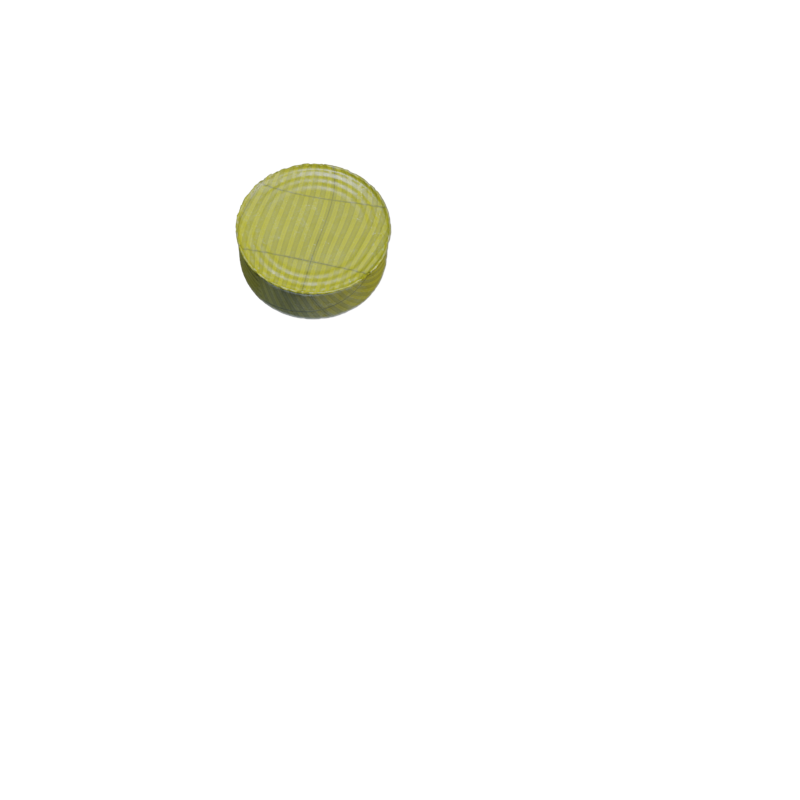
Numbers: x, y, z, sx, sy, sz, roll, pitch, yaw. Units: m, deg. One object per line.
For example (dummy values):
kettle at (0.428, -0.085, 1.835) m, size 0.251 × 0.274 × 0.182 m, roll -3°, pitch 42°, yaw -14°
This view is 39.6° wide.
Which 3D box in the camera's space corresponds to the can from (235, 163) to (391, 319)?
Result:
can at (-0.049, -0.089, 0.623) m, size 0.086 × 0.091 × 0.031 m, roll -1°, pitch -30°, yaw -1°
